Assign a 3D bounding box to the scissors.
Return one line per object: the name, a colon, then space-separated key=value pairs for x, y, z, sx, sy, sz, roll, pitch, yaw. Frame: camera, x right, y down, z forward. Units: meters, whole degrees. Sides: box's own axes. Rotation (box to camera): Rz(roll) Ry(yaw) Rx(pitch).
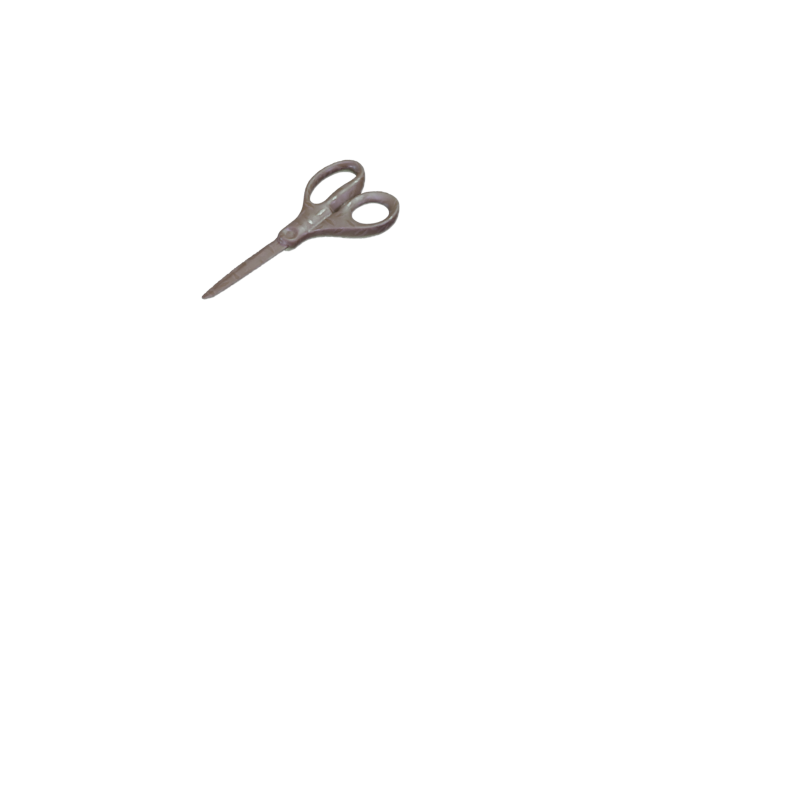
scissors: x=-0.074 y=-0.135 z=0.948 sx=0.100 sy=0.208 sz=0.015 roll=22 pitch=-36 yaw=17
